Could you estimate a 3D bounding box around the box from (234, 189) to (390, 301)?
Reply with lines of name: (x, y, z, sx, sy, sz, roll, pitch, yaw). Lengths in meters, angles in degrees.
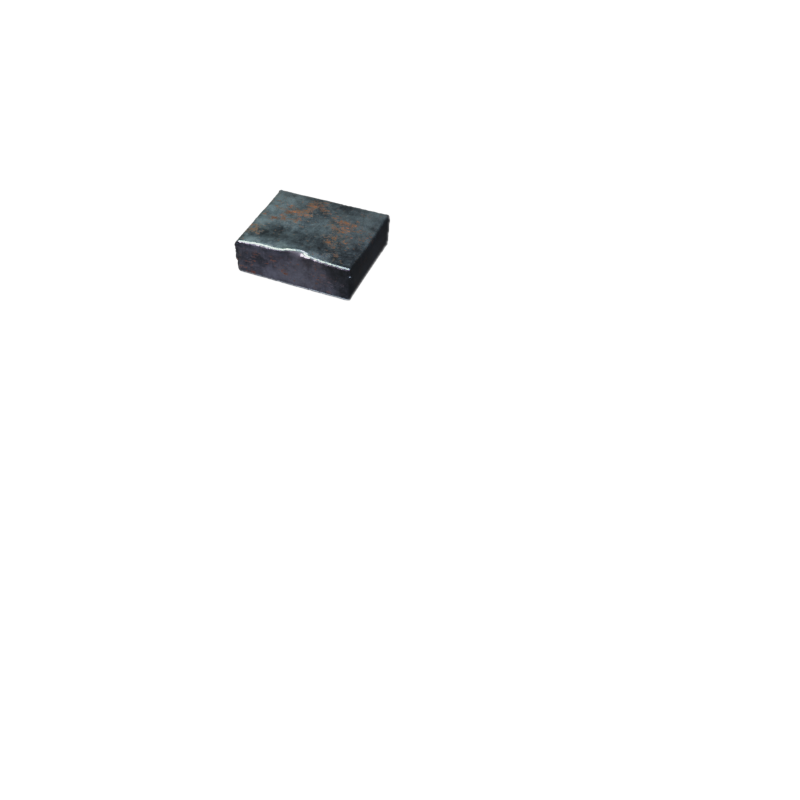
box: (-0.062, -0.112, 0.785, 0.092, 0.028, 0.076, 16, 43, 17)
